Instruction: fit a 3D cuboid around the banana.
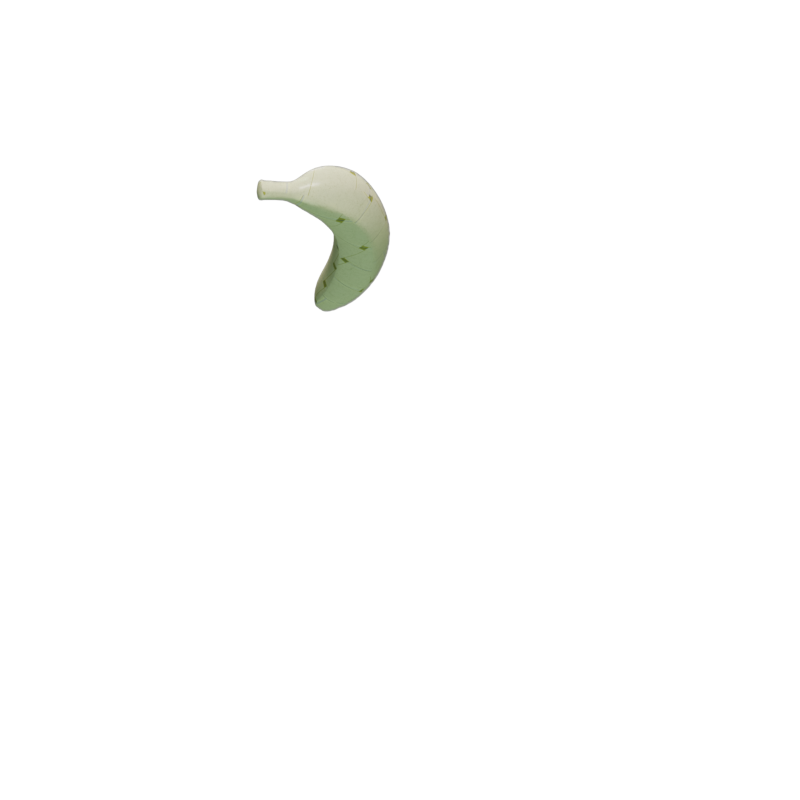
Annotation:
[{"bbox_3d":[-0.040,-0.109,0.738,0.070,0.039,0.186,-3,-20,7],"label":"banana"}]
